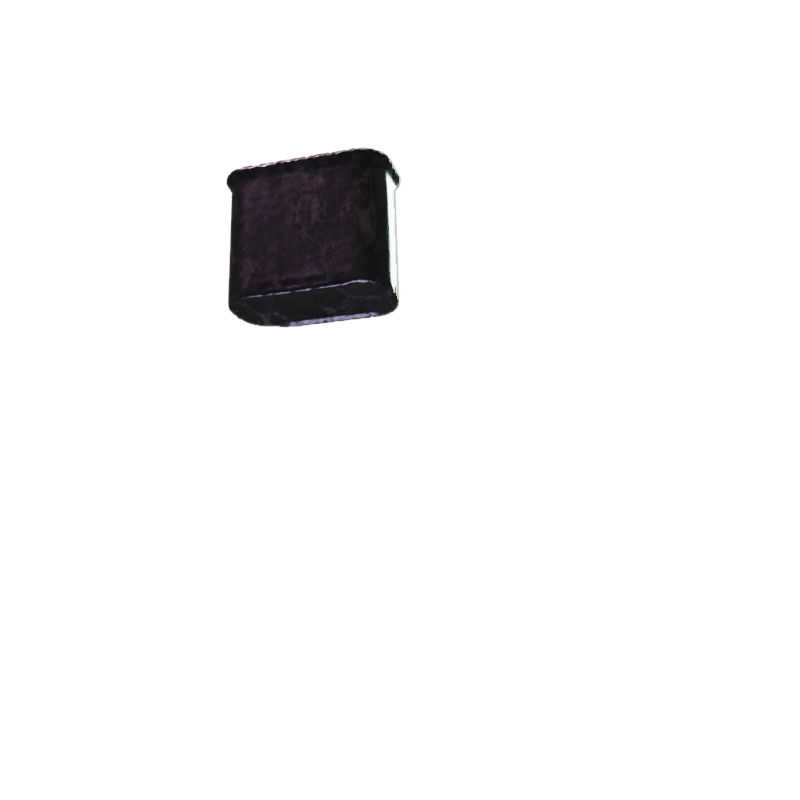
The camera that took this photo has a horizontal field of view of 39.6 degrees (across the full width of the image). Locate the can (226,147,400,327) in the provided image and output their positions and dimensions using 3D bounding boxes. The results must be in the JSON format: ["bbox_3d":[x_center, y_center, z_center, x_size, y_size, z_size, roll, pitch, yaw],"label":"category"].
[{"bbox_3d":[-0.051,-0.093,0.648,0.103,0.088,0.054,-7,-24,15],"label":"can"}]
